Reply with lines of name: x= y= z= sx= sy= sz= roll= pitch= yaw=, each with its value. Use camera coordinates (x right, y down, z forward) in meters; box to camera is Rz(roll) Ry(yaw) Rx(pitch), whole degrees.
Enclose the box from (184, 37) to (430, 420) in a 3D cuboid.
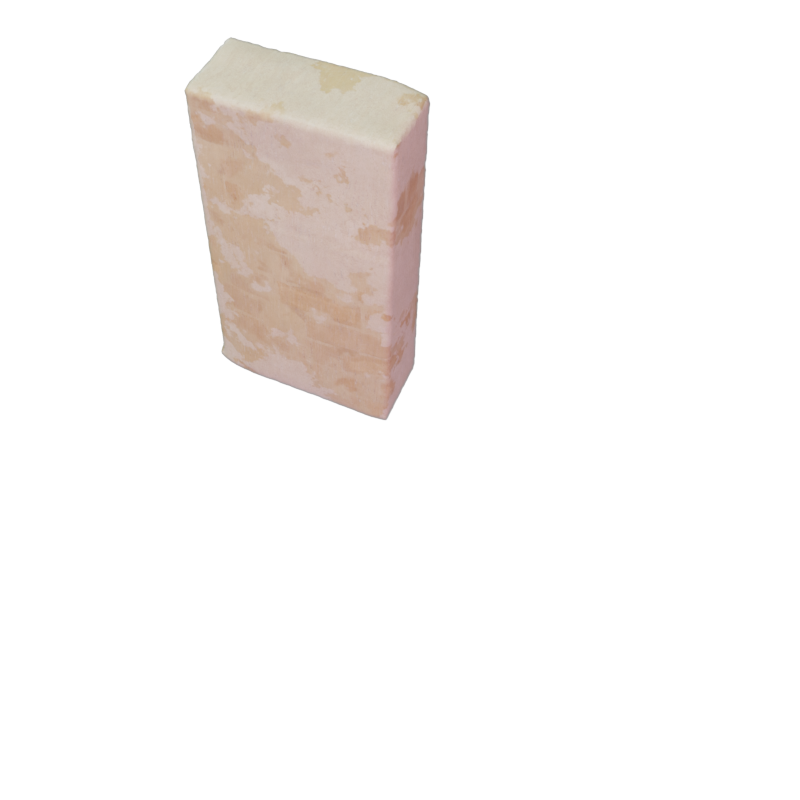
box: x=-0.038 y=-0.071 z=0.495 sx=0.096 sy=0.050 sz=0.164 roll=21 pitch=-39 yaw=14
